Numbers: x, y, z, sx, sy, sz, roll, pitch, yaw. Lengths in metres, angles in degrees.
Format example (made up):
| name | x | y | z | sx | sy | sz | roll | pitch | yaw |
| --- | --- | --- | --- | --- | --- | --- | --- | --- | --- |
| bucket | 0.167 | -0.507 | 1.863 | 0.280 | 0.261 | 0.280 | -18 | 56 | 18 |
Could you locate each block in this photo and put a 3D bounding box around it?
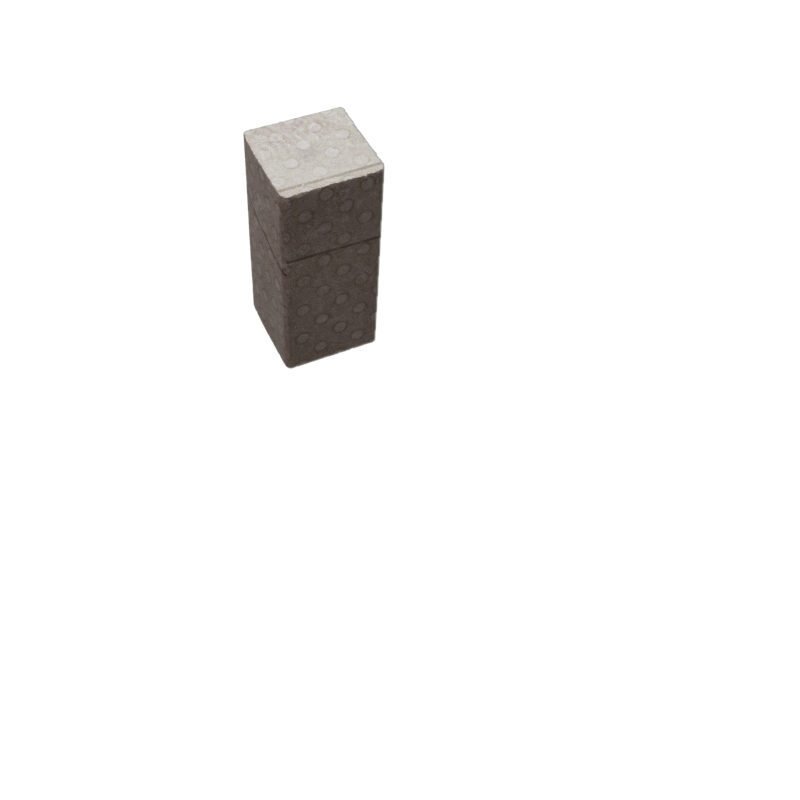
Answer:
| name | x | y | z | sx | sy | sz | roll | pitch | yaw |
| --- | --- | --- | --- | --- | --- | --- | --- | --- | --- |
| block | -0.074 | -0.135 | 0.950 | 0.090 | 0.098 | 0.192 | -17 | -38 | -18 |
